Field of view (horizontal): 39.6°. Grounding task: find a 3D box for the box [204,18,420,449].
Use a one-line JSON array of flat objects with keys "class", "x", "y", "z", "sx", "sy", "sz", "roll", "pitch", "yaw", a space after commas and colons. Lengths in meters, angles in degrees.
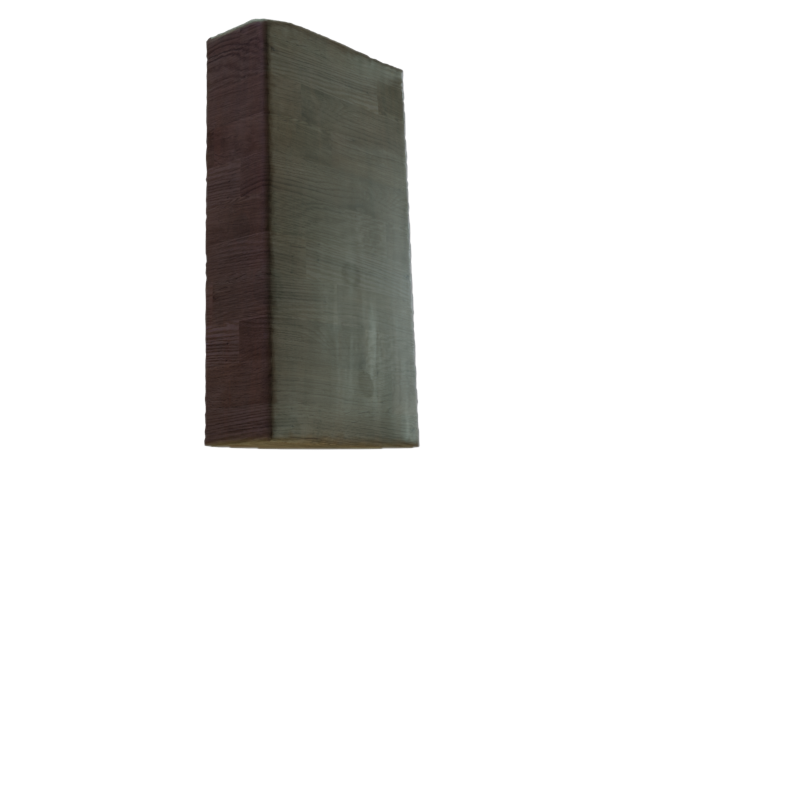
[{"class": "box", "x": -0.037, "y": -0.068, "z": 0.479, "sx": 0.049, "sy": 0.181, "sz": 0.089, "roll": -11, "pitch": -14, "yaw": 41}]
